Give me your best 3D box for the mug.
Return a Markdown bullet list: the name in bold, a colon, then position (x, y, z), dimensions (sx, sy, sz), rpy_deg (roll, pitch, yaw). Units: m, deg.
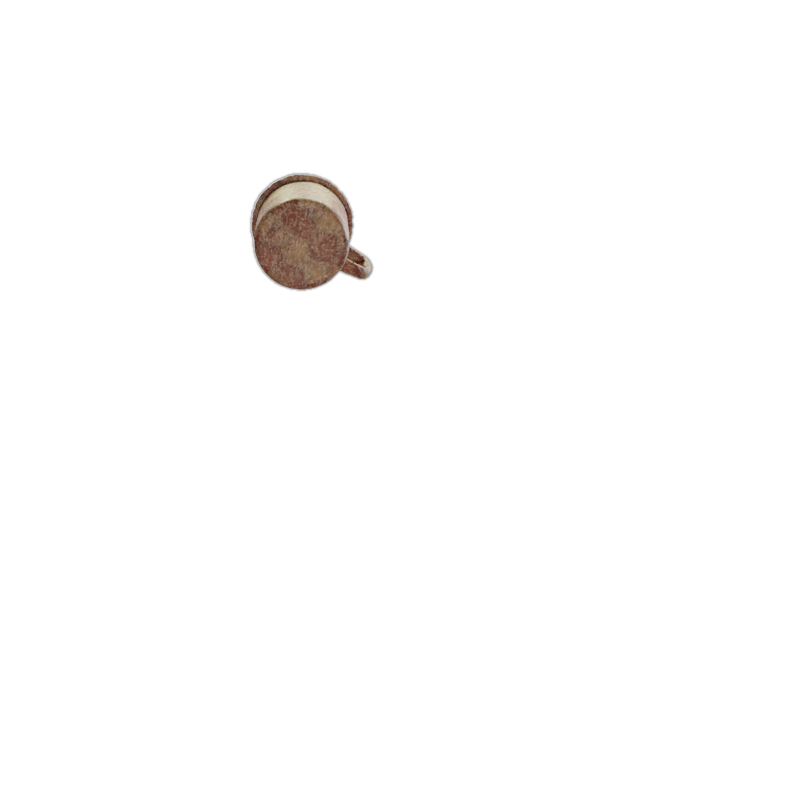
- **mug**: position (-0.076, -0.139, 0.972), dimensions (0.115, 0.092, 0.085), rpy_deg (32, 14, -10)
